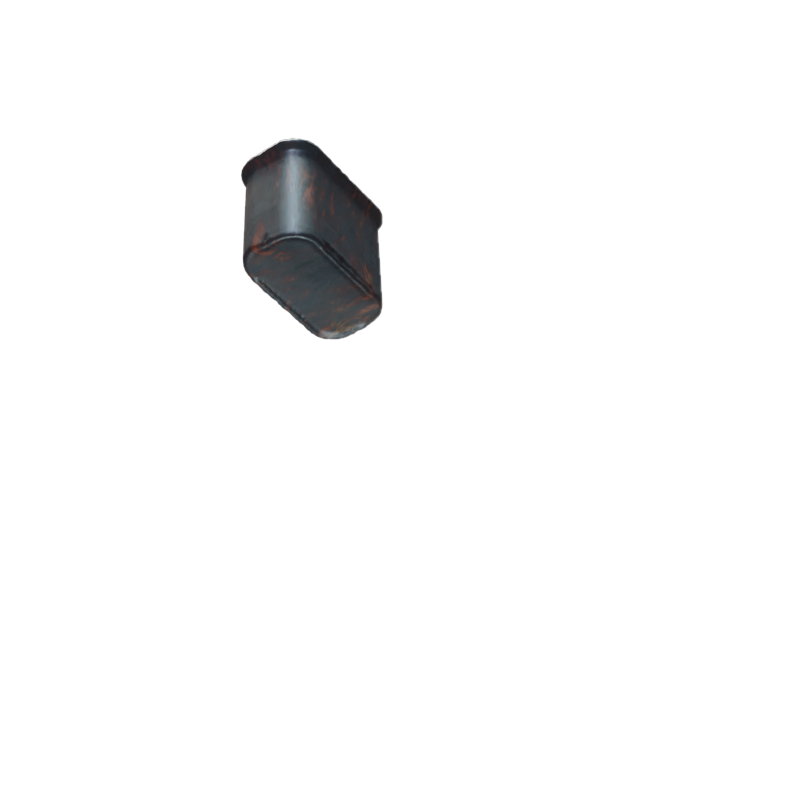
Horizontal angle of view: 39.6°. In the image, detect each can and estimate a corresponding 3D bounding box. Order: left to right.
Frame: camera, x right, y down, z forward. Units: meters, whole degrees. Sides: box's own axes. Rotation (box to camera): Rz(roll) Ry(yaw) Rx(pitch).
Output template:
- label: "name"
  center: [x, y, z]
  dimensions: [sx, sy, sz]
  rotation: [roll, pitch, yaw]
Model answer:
- label: "can"
  center: [-0.054, -0.099, 0.693]
  dimensions: [0.057, 0.090, 0.095]
  rotation: [-27, -47, 25]
